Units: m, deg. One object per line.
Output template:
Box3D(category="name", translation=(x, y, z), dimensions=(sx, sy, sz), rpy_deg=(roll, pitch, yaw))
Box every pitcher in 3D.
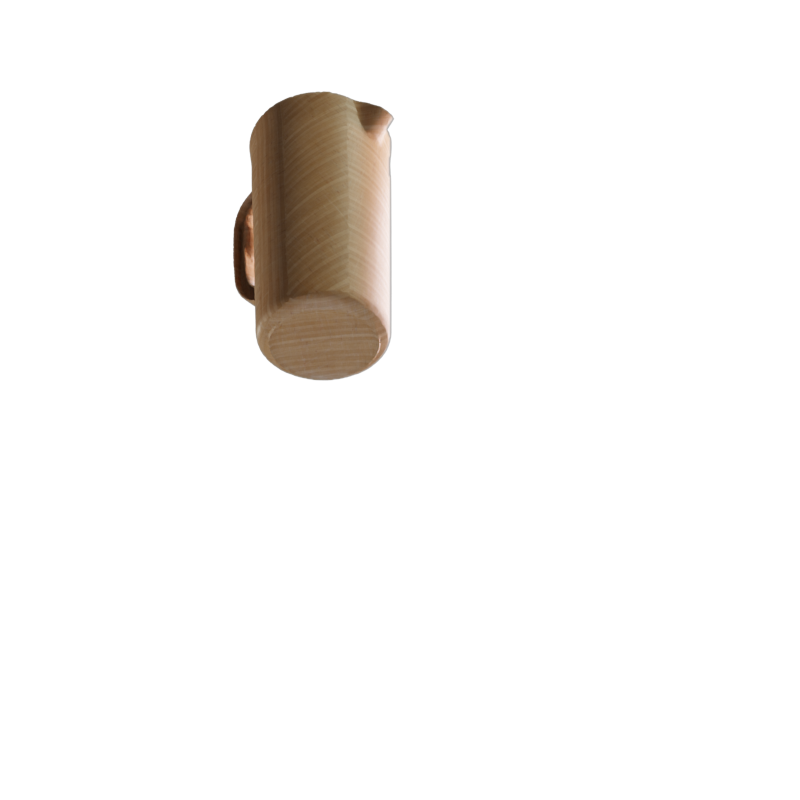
Box3D(category="pitcher", translation=(-0.075, -0.137, 0.960), dimensions=(0.144, 0.261, 0.139), rpy_deg=(1, -40, -5))
